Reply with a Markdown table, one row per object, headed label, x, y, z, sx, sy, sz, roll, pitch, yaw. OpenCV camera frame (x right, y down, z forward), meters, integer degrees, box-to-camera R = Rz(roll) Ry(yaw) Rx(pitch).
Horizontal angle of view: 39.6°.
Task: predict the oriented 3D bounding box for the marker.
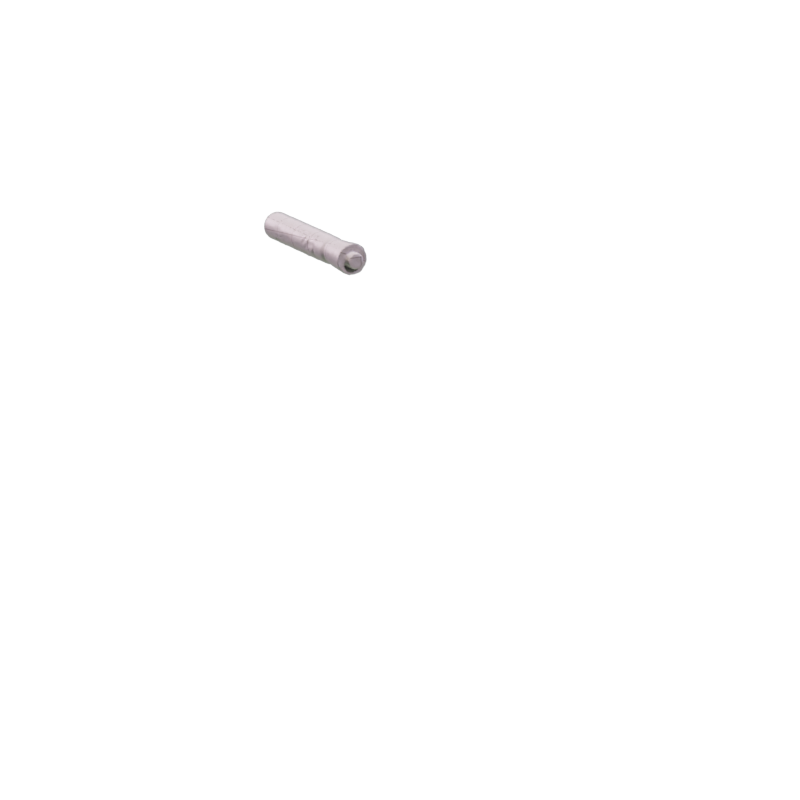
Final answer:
| label | x | y | z | sx | sy | sz | roll | pitch | yaw |
| --- | --- | --- | --- | --- | --- | --- | --- | --- | --- |
| marker | -0.054 | -0.098 | 0.687 | 0.019 | 0.019 | 0.128 | -2 | 18 | -27 |
